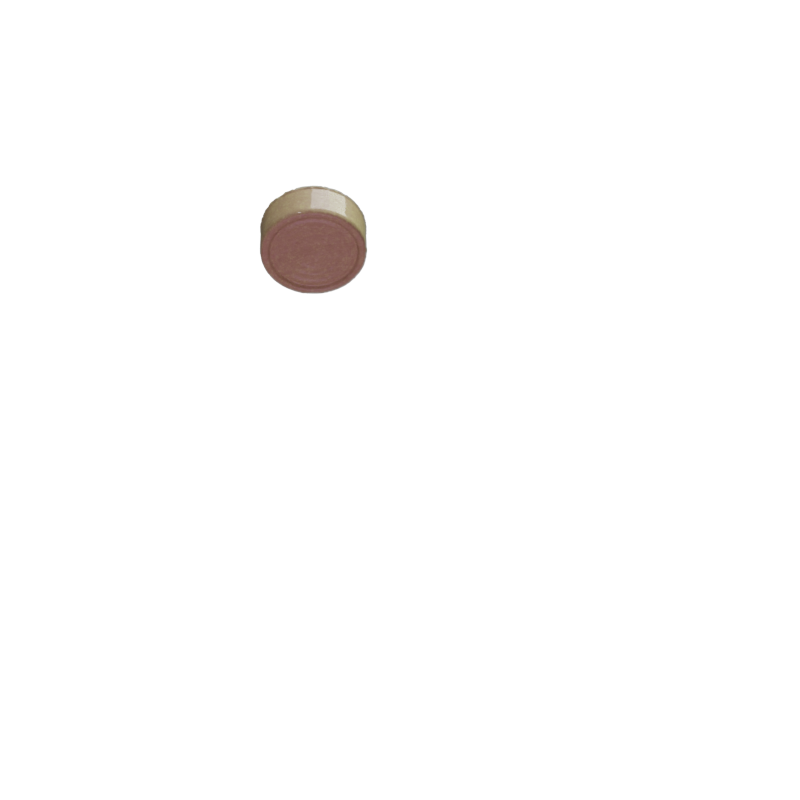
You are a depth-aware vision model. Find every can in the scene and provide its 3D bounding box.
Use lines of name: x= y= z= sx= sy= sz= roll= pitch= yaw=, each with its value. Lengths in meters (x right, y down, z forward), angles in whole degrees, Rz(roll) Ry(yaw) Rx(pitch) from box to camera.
can: x=-0.069 y=-0.126 z=0.881 sx=0.086 sy=0.080 sz=0.036 roll=1 pitch=42 yaw=-1
